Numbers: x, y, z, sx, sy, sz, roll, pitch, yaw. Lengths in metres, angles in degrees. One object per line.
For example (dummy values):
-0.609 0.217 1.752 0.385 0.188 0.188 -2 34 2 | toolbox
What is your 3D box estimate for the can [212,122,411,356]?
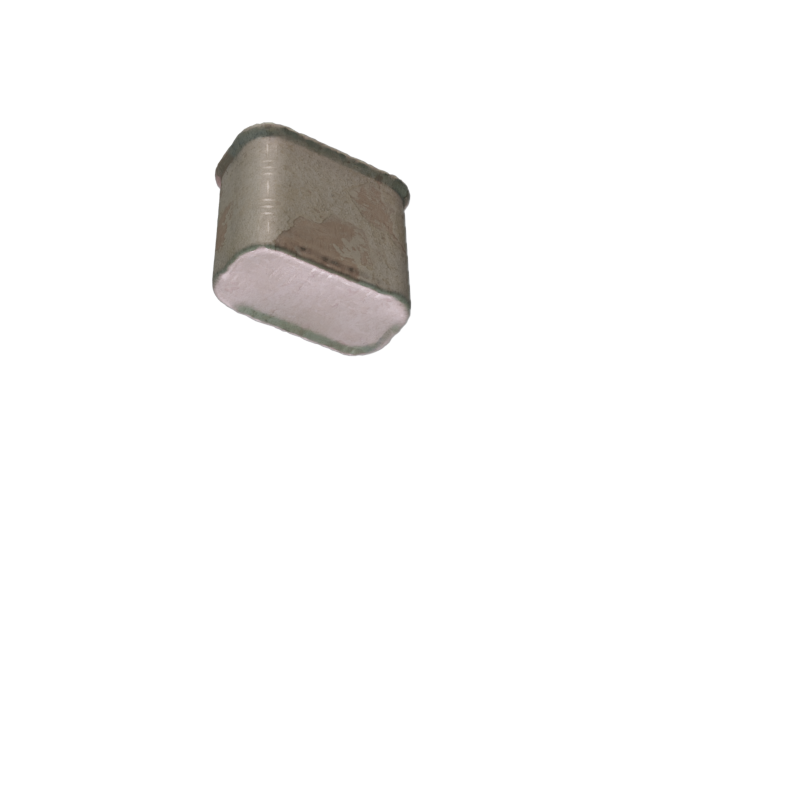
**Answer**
-0.043 -0.079 0.556 0.097 0.090 0.056 20 -45 -24 | can
